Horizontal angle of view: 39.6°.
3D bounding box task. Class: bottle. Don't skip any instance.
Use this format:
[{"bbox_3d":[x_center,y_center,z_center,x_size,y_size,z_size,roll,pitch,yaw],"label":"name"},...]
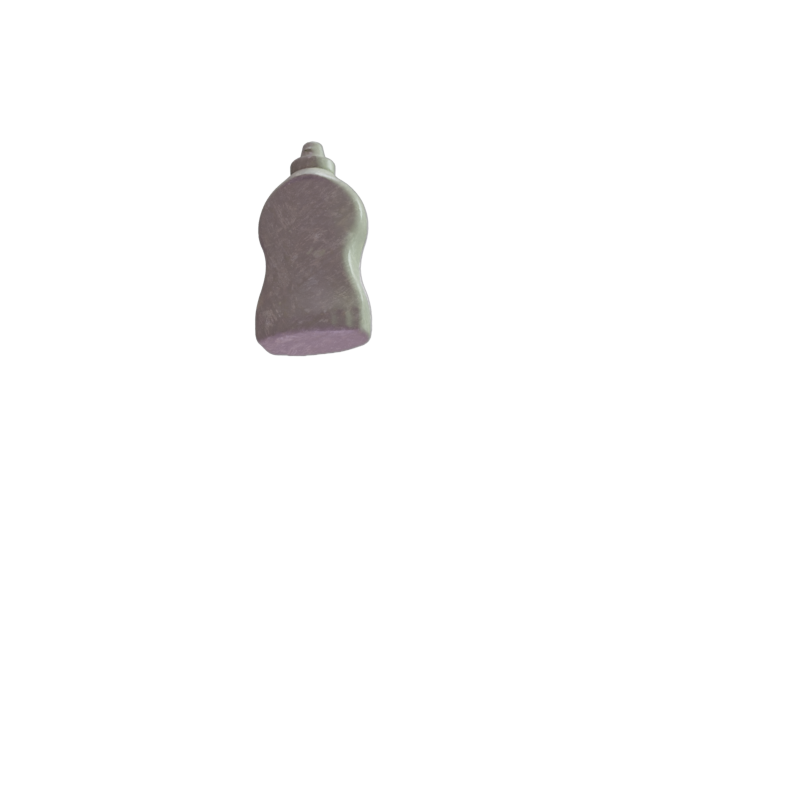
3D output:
[{"bbox_3d":[-0.075,-0.137,0.961,0.097,0.202,0.054,-9,-25,16],"label":"bottle"}]
